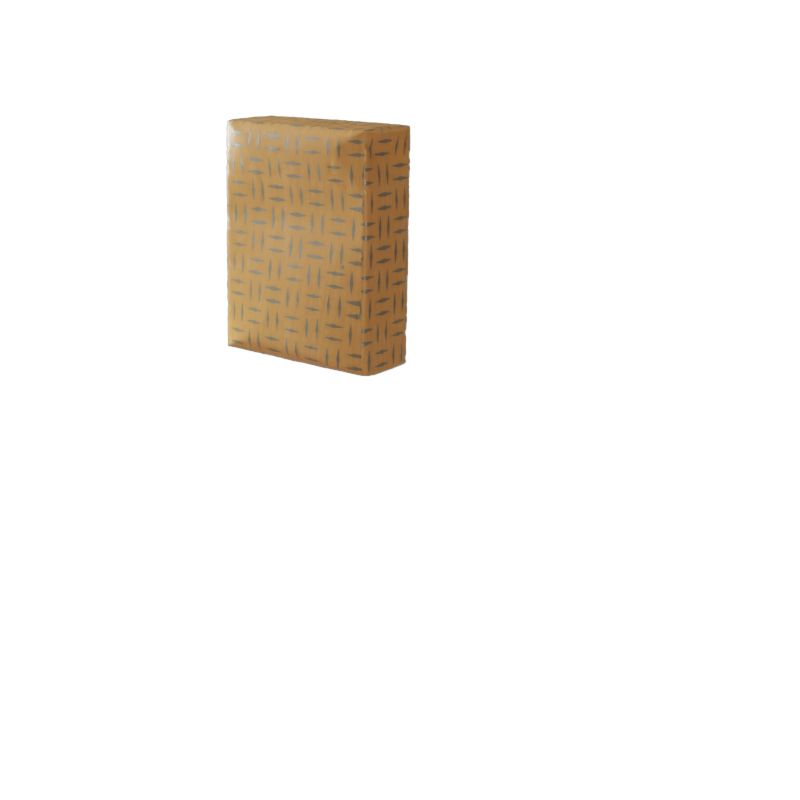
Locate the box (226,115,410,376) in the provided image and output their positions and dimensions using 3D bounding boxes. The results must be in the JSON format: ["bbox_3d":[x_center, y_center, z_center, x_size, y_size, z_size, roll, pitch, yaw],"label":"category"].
[{"bbox_3d":[-0.077,-0.141,0.988,0.172,0.208,0.070,12,16,37],"label":"box"}]
